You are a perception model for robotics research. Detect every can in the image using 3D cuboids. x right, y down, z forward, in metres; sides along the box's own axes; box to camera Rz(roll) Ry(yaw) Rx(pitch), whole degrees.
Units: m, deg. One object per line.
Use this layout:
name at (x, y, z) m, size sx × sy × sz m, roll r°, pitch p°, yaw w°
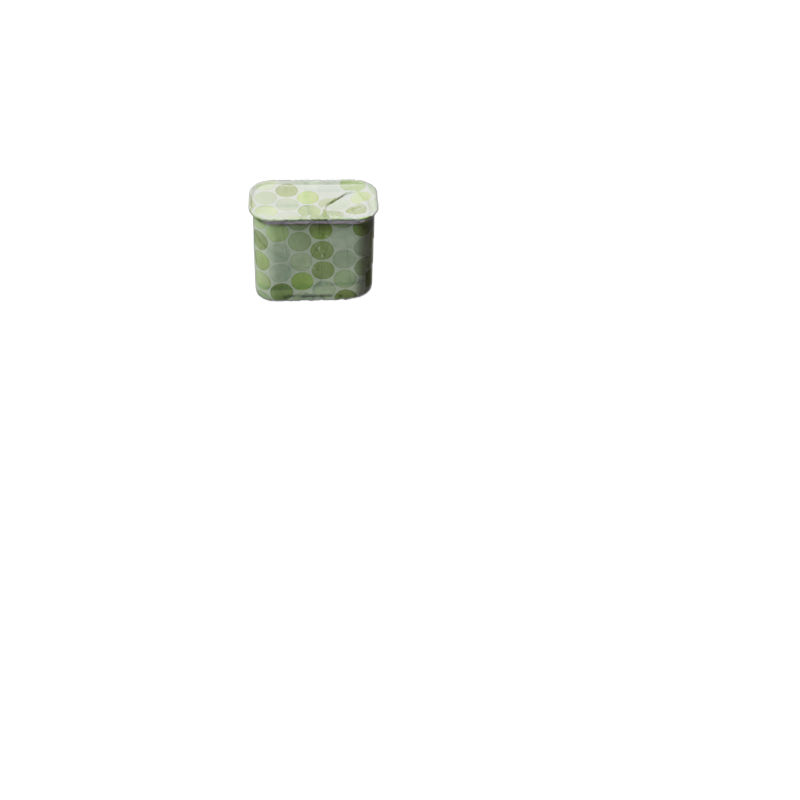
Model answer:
can at (-0.070, -0.128, 0.896) m, size 0.102 × 0.078 × 0.062 m, roll -1°, pitch 38°, yaw -2°
